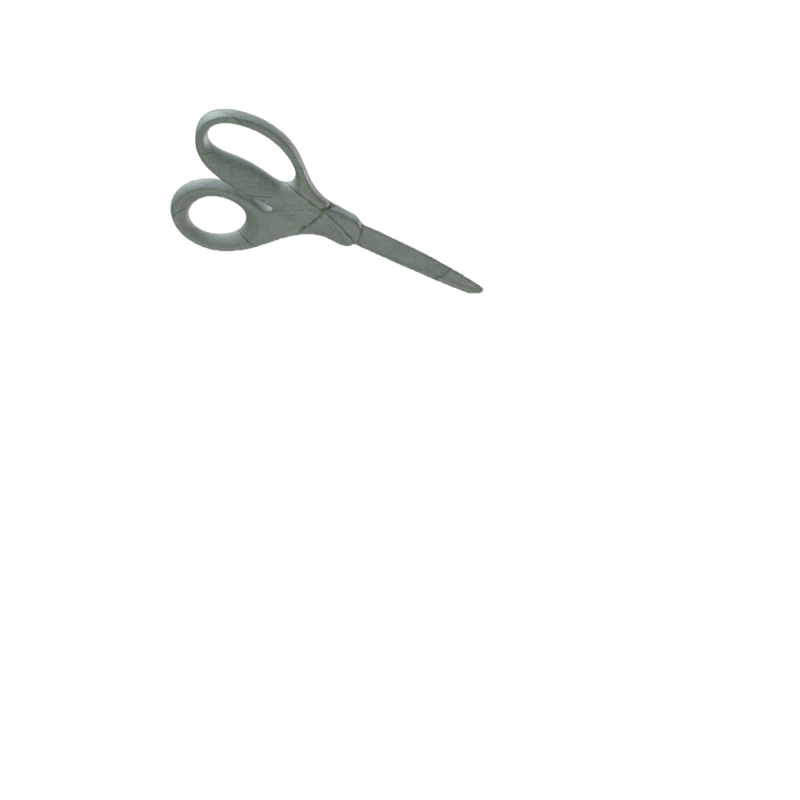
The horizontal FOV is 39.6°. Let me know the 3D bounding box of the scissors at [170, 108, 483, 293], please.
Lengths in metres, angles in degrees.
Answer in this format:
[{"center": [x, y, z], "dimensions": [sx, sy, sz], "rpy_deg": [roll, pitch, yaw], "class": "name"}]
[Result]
[{"center": [-0.052, -0.095, 0.668], "dimensions": [0.192, 0.095, 0.017], "rpy_deg": [39, 24, -21], "class": "scissors"}]
